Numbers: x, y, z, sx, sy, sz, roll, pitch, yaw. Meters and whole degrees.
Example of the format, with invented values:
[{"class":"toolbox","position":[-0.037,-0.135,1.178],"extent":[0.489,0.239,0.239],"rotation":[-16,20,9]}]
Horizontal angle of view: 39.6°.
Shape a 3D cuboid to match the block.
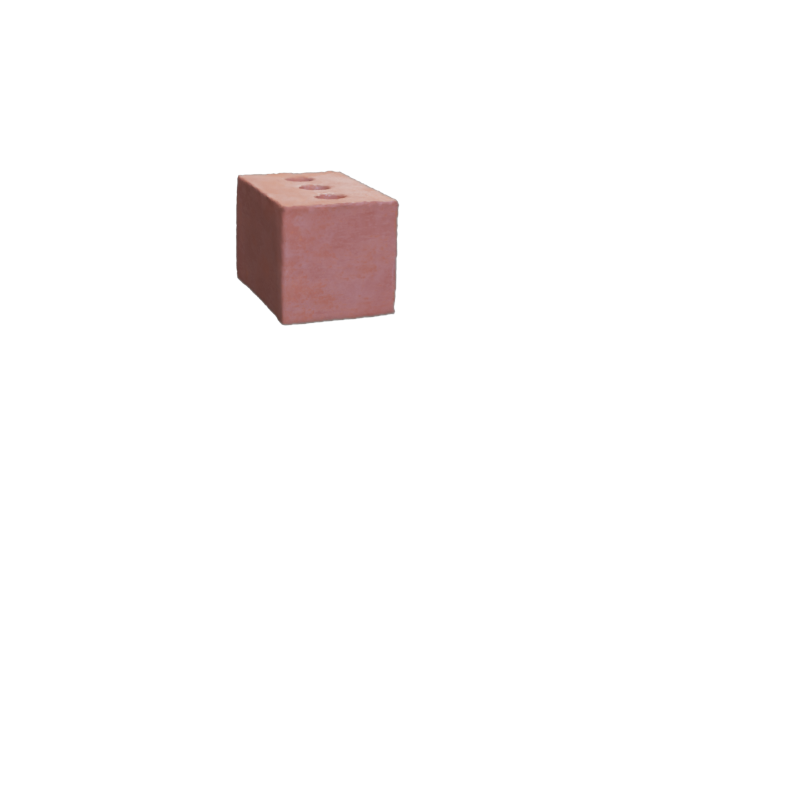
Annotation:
[{"class":"block","position":[-0.039,-0.070,0.493],"extent":[0.052,0.049,0.083],"rotation":[-6,20,-20]}]
